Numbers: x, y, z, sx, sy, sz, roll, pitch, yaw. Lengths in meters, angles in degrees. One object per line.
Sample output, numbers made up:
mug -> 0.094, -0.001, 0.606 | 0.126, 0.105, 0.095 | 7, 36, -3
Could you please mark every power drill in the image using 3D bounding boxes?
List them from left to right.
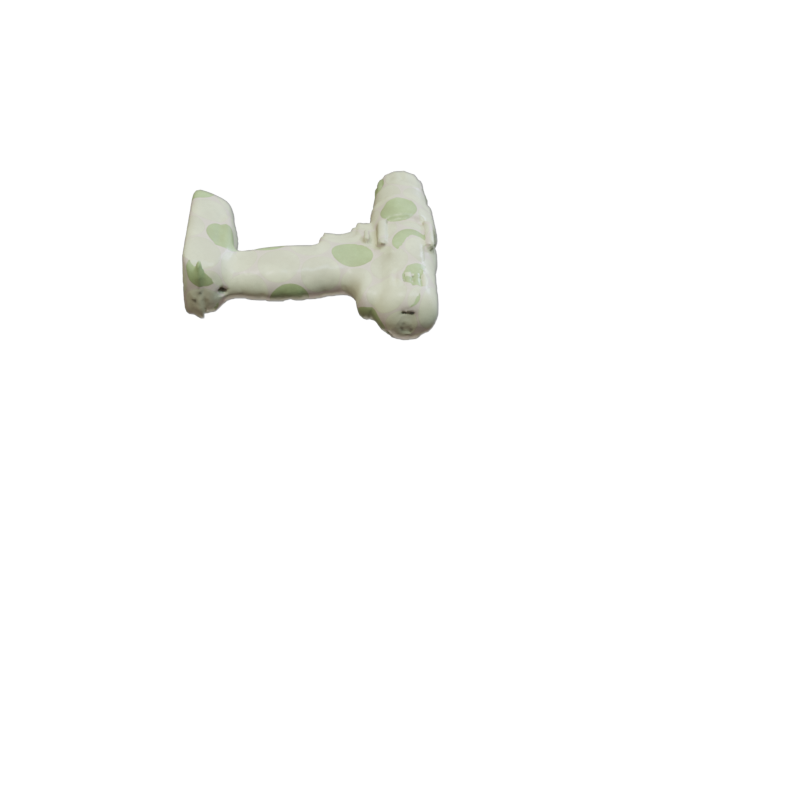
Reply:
power drill -> -0.065, -0.119, 0.834 | 0.188, 0.054, 0.197 | 0, 38, 0
